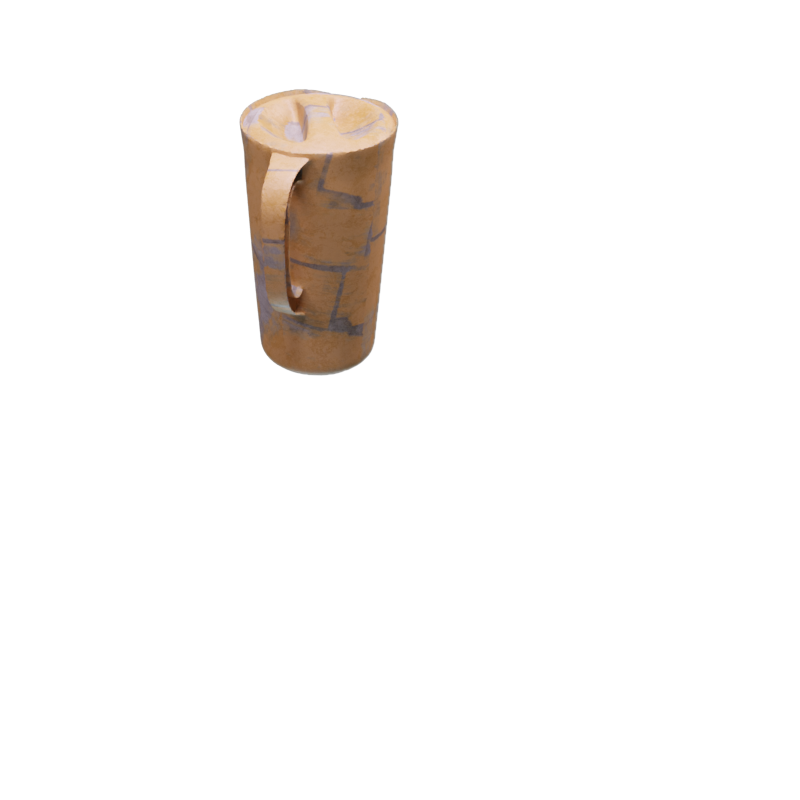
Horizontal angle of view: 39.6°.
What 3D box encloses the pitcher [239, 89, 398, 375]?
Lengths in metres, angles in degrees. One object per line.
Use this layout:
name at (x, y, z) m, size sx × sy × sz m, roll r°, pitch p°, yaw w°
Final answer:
pitcher at (-0.077, -0.140, 0.980) m, size 0.147 × 0.228 × 0.157 m, roll -15°, pitch 37°, yaw -24°
